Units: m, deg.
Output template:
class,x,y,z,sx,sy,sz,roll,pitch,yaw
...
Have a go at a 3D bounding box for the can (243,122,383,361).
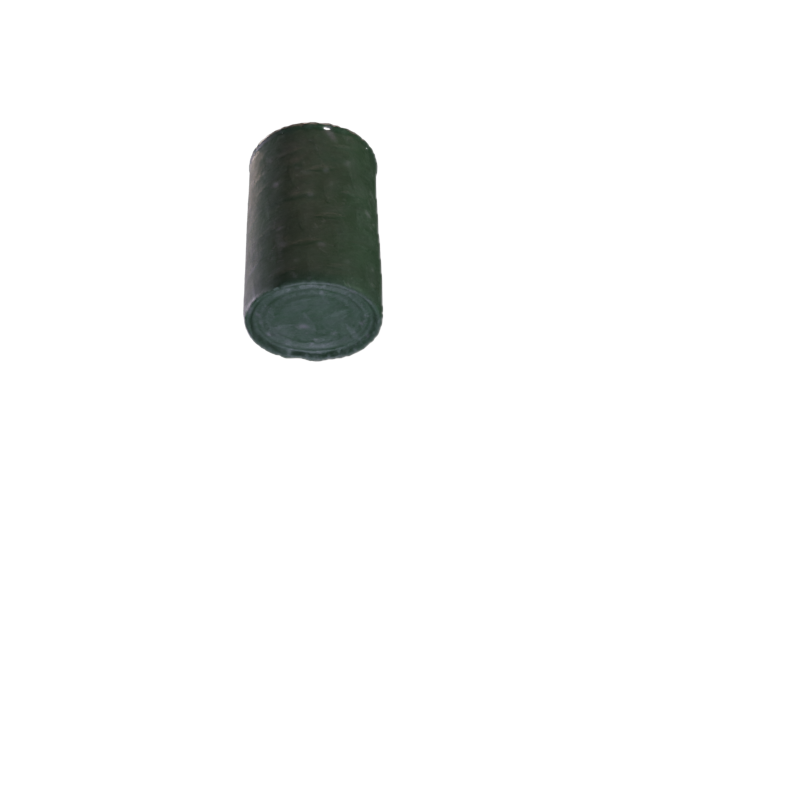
class,x,y,z,sx,sy,sz,roll,pitch,yaw
can,-0.043,-0.079,0.554,0.068,0.109,0.064,-1,-36,-2
